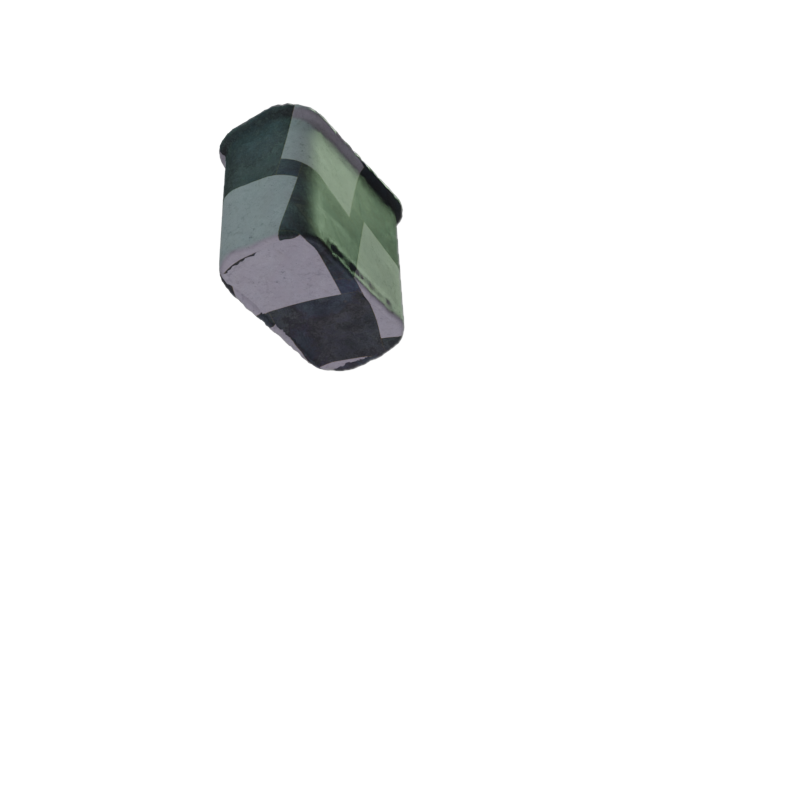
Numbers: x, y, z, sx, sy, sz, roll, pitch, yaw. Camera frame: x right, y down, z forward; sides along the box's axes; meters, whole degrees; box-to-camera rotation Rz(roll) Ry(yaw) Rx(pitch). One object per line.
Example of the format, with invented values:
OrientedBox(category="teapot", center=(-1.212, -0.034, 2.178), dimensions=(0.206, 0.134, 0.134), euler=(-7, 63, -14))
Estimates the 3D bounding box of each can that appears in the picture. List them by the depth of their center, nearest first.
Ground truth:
OrientedBox(category="can", center=(-0.041, -0.075, 0.523), dimensions=(0.058, 0.090, 0.094), euler=(-25, -46, 24))
